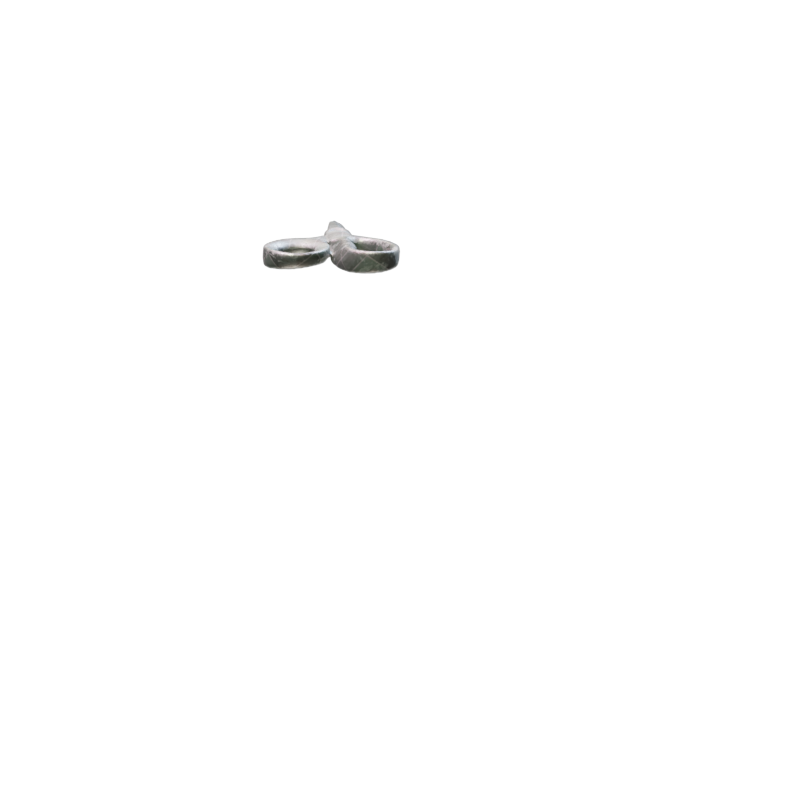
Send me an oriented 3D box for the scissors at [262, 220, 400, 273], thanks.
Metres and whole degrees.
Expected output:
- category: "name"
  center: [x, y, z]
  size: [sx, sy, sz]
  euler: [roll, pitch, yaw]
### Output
- category: "scissors"
  center: [-0.060, -0.110, 0.772]
  size: [0.094, 0.015, 0.211]
  euler: [-5, 16, -17]
